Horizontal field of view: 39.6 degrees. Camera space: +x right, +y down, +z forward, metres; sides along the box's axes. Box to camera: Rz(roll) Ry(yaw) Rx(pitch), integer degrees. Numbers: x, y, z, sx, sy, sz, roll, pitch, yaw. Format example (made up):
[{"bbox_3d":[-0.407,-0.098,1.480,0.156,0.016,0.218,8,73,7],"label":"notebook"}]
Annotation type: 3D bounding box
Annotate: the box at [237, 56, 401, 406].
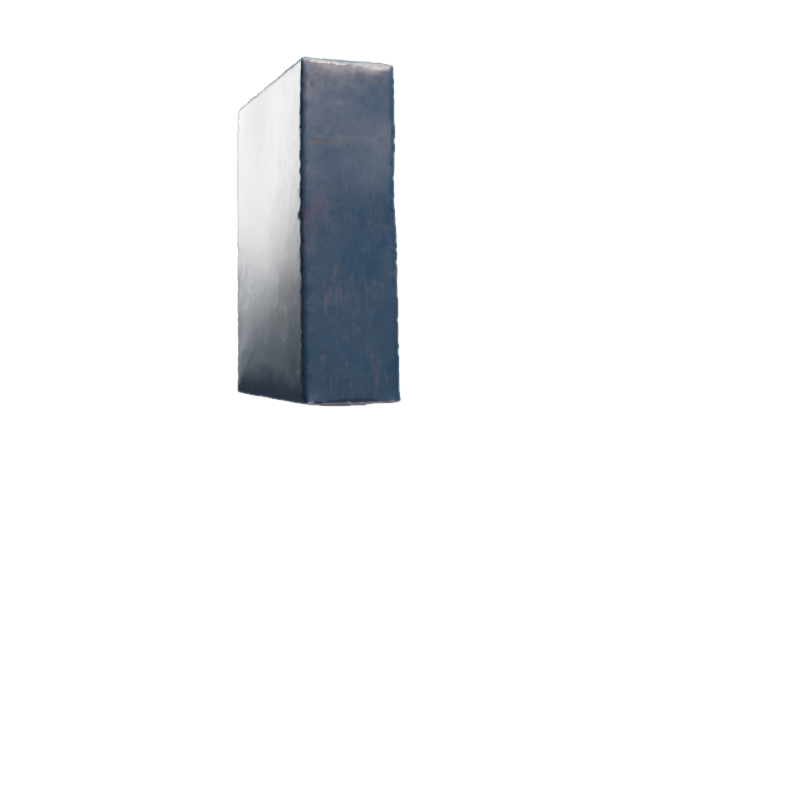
[{"bbox_3d":[-0.059,-0.108,0.754,0.070,0.216,0.167,1,-3,-22],"label":"box"}]
